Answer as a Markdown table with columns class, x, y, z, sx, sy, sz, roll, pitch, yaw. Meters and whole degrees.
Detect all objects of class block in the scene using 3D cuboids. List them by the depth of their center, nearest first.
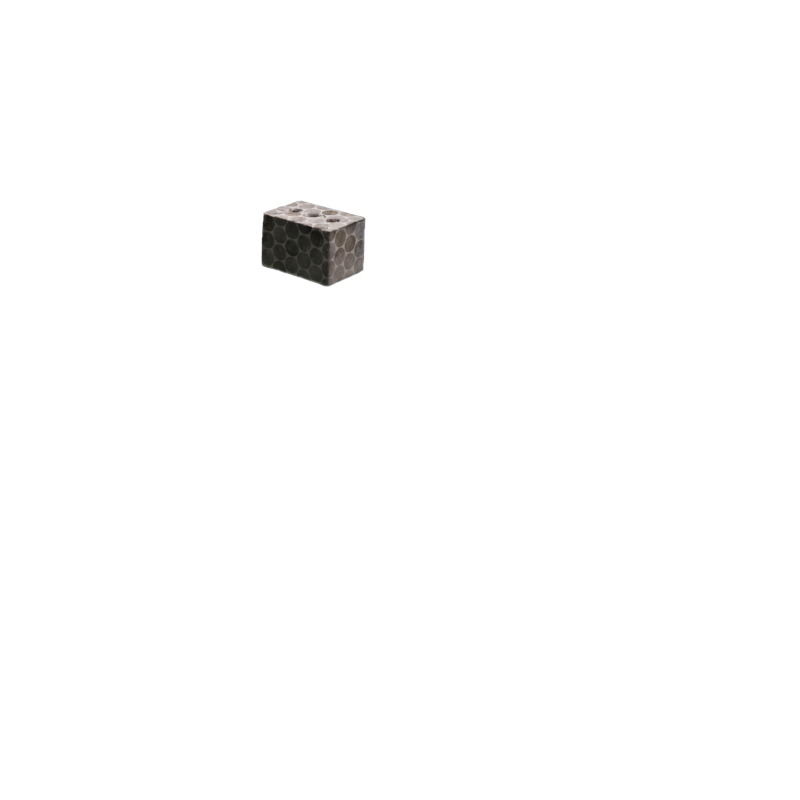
| class | x | y | z | sx | sy | sz | roll | pitch | yaw |
| --- | --- | --- | --- | --- | --- | --- | --- | --- | --- |
| block | -0.076 | -0.138 | 0.969 | 0.082 | 0.049 | 0.052 | 19 | 30 | 34 |
